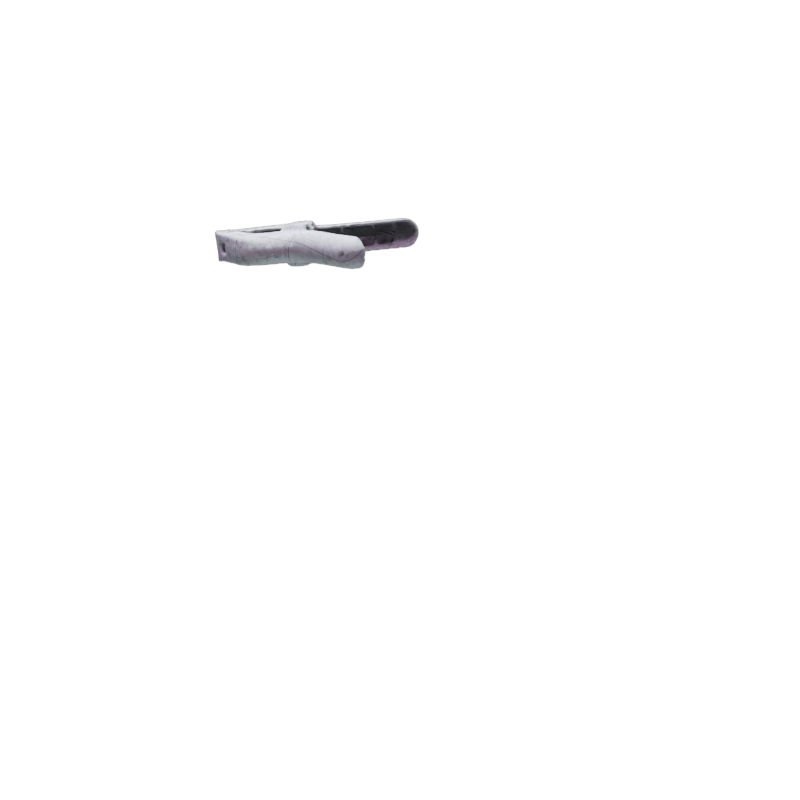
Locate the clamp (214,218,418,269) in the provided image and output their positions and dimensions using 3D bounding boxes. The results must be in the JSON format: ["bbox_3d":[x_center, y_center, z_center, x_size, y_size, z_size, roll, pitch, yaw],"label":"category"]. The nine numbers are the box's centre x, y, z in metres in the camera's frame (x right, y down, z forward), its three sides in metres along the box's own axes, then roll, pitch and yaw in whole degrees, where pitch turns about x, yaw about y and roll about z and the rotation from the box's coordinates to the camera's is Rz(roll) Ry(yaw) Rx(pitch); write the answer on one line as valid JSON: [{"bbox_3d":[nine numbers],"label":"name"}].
[{"bbox_3d":[-0.073,-0.133,0.928,0.179,0.038,0.117,8,14,34],"label":"clamp"}]
